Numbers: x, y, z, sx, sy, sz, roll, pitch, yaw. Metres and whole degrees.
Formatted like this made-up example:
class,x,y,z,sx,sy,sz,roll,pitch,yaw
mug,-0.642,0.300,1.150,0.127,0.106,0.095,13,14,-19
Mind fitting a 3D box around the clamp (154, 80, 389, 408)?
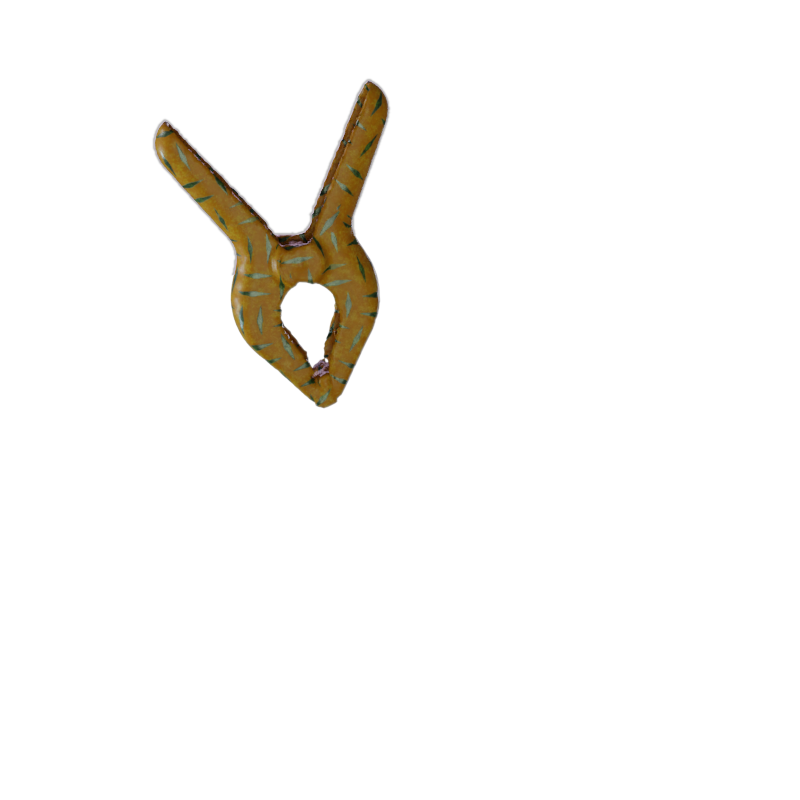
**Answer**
class,x,y,z,sx,sy,sz,roll,pitch,yaw
clamp,-0.046,-0.083,0.584,0.120,0.164,0.041,-18,18,5
